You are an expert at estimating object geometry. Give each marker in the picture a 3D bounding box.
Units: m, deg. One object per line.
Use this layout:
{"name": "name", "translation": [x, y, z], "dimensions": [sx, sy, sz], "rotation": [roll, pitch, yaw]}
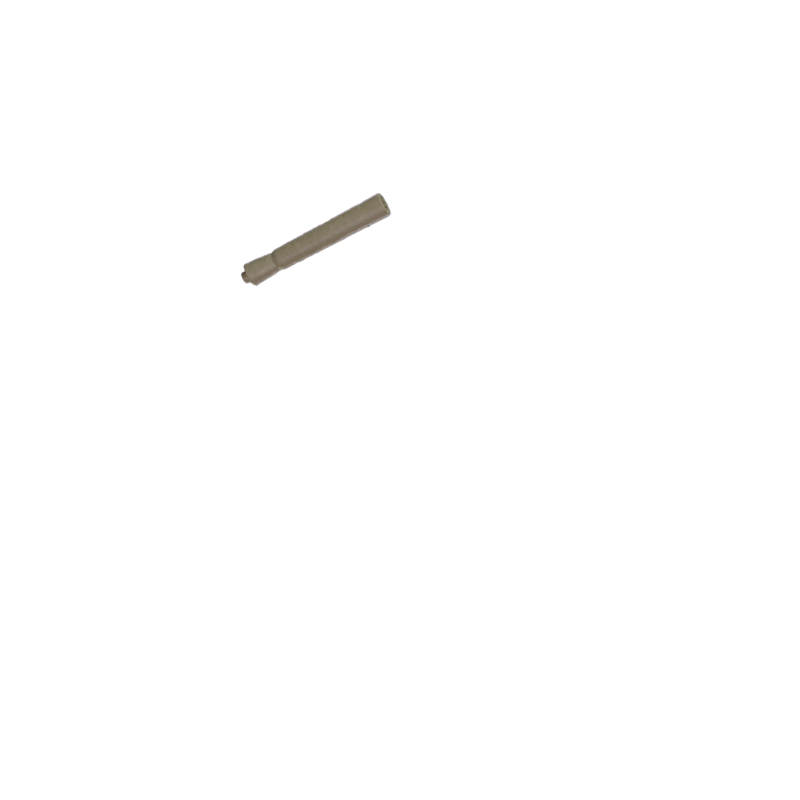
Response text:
{"name": "marker", "translation": [-0.064, -0.116, 0.816], "dimensions": [0.121, 0.020, 0.019], "rotation": [-26, -2, 14]}
